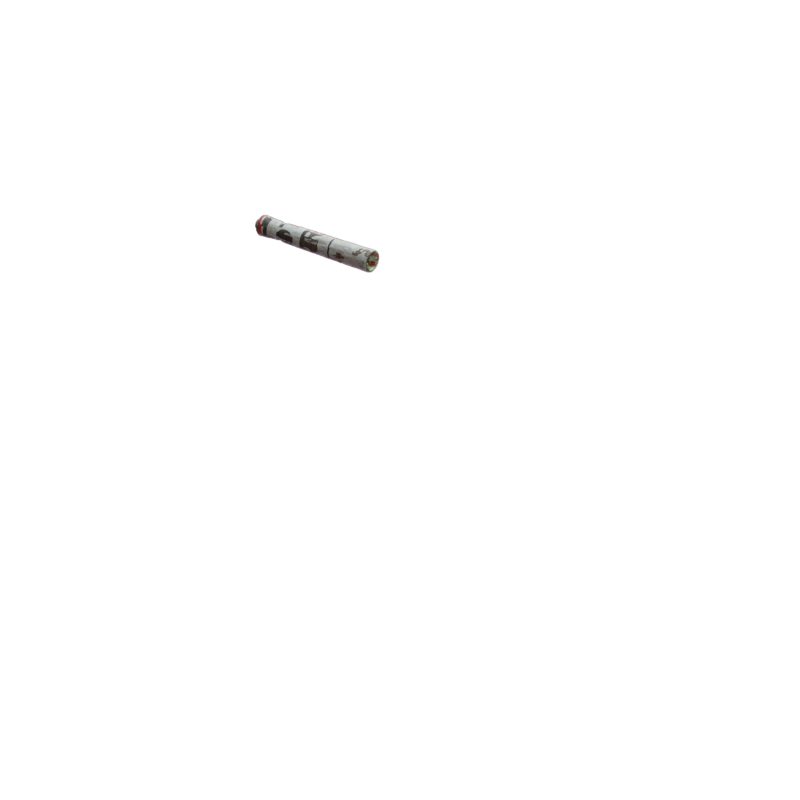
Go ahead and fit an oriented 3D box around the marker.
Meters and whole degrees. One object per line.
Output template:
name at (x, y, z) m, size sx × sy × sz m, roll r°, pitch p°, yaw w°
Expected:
marker at (-0.071, -0.129, 0.905) m, size 0.128 × 0.019 × 0.019 m, roll 23°, pitch 16°, yaw 33°
